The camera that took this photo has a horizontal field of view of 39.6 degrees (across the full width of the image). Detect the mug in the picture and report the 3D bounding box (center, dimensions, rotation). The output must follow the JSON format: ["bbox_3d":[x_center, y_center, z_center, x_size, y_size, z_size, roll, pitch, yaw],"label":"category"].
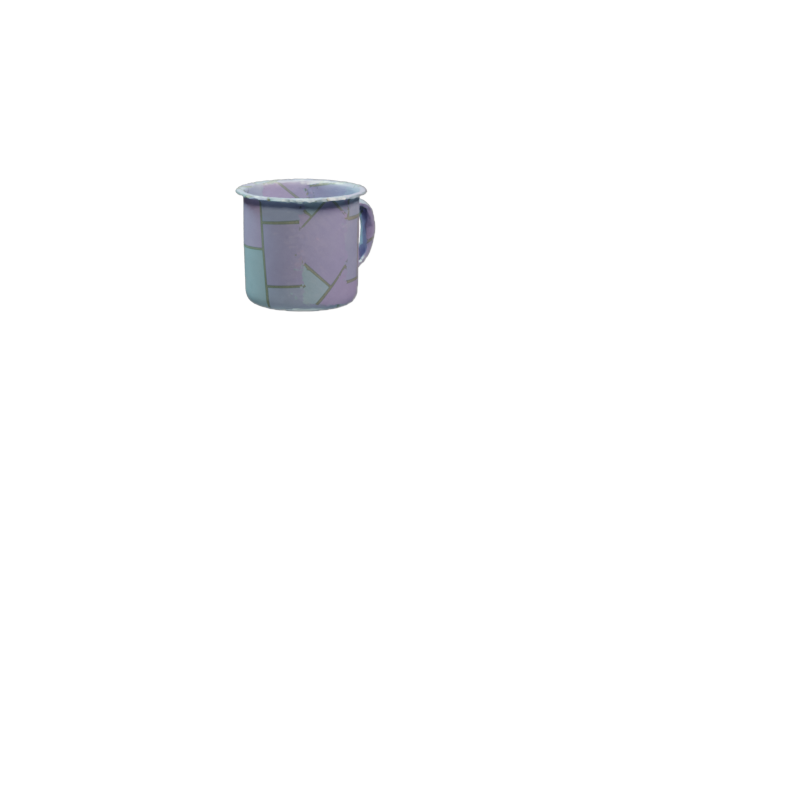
[{"bbox_3d":[-0.063,-0.114,0.802,0.098,0.079,0.115,15,22,40],"label":"mug"}]
